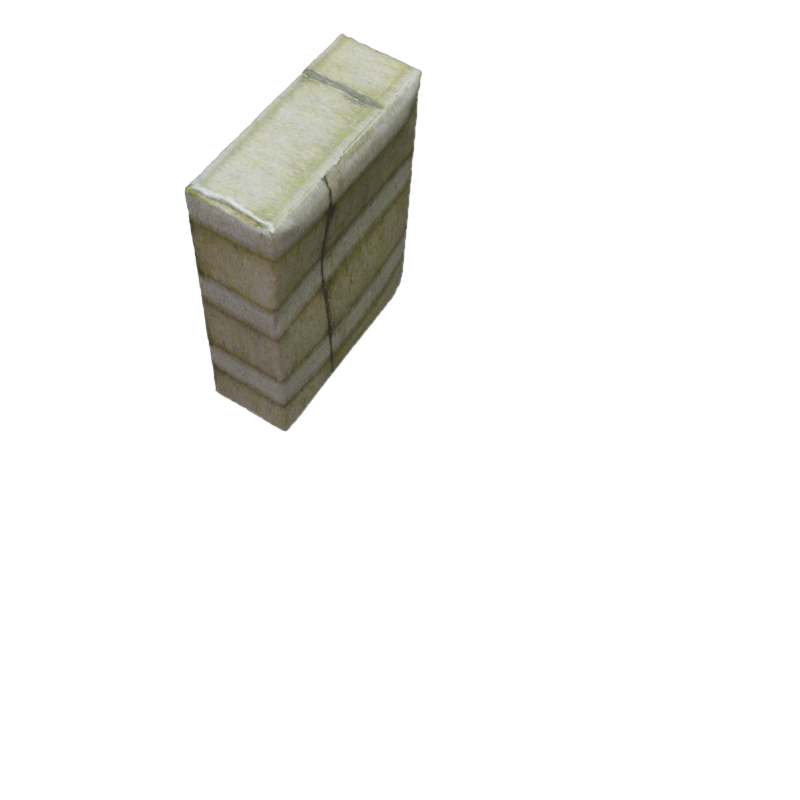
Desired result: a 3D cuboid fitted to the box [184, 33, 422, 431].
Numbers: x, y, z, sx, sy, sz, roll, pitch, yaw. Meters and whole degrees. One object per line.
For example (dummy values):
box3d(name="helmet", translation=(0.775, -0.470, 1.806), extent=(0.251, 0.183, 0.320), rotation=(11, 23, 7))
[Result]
box3d(name="box", translation=(-0.057, -0.104, 0.731), extent=(0.075, 0.169, 0.200), rotation=(27, -32, 14))
